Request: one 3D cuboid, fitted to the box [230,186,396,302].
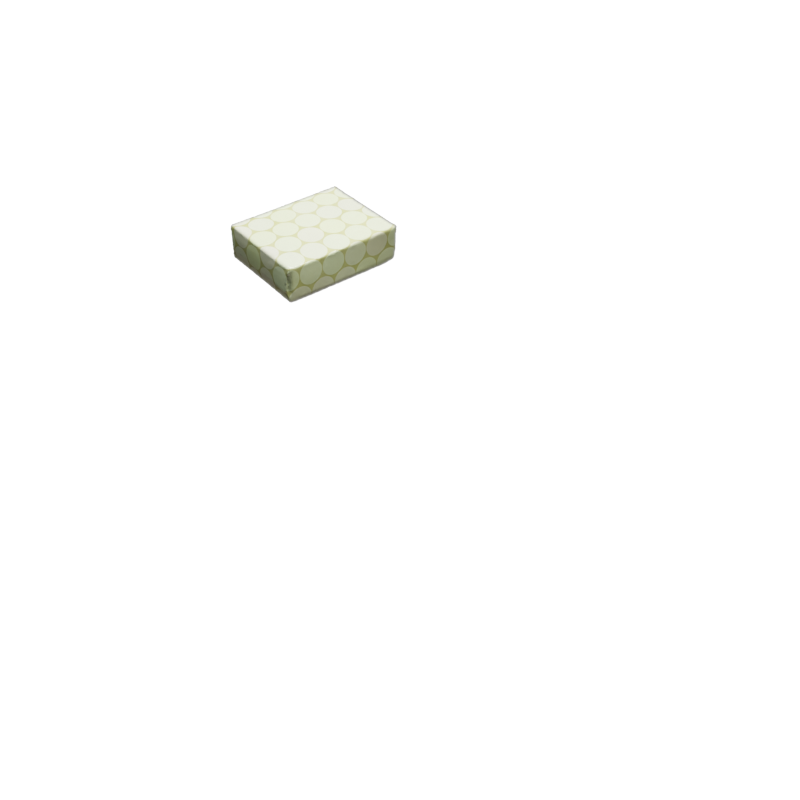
[{"bbox_3d":[-0.074,-0.135,0.943,0.112,0.036,0.097,-24,43,-29],"label":"box"}]
